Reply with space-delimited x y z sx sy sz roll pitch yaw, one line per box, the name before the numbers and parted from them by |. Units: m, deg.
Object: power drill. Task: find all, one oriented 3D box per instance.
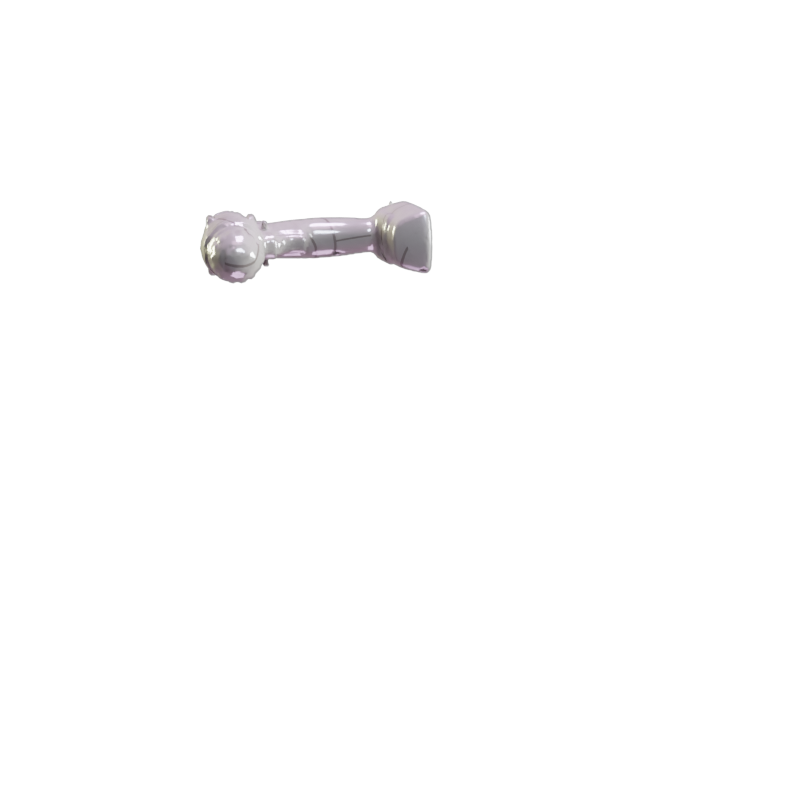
power drill | -0.072 -0.132 0.921 0.186 0.056 0.192 -2 16 -9
